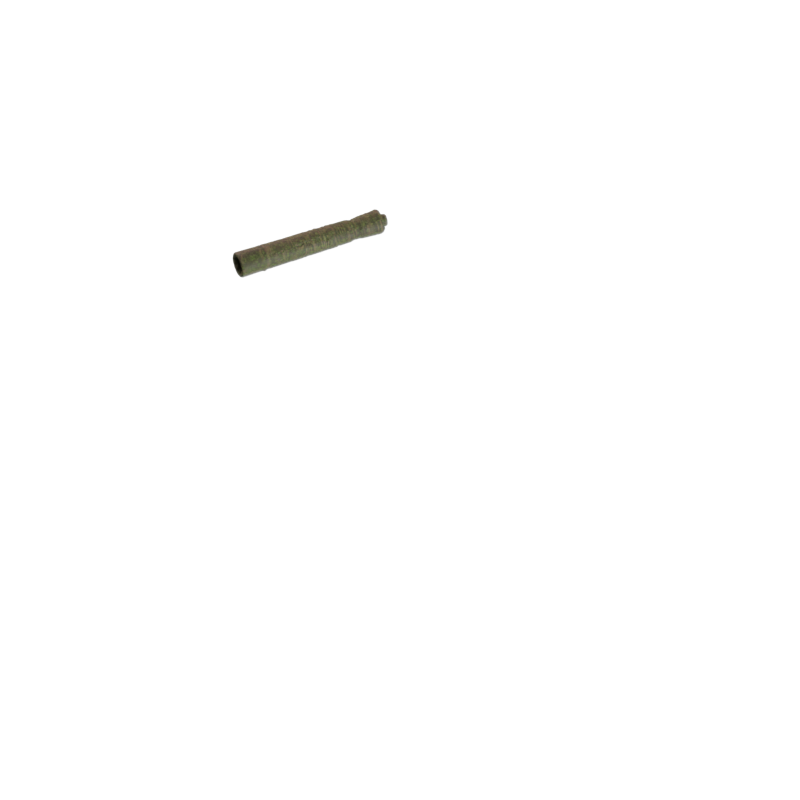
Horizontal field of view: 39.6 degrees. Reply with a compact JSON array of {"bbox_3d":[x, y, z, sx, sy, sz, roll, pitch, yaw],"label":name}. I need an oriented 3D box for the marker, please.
[{"bbox_3d":[-0.063,-0.116,0.809,0.120,0.019,0.020,-21,12,-21],"label":"marker"}]
